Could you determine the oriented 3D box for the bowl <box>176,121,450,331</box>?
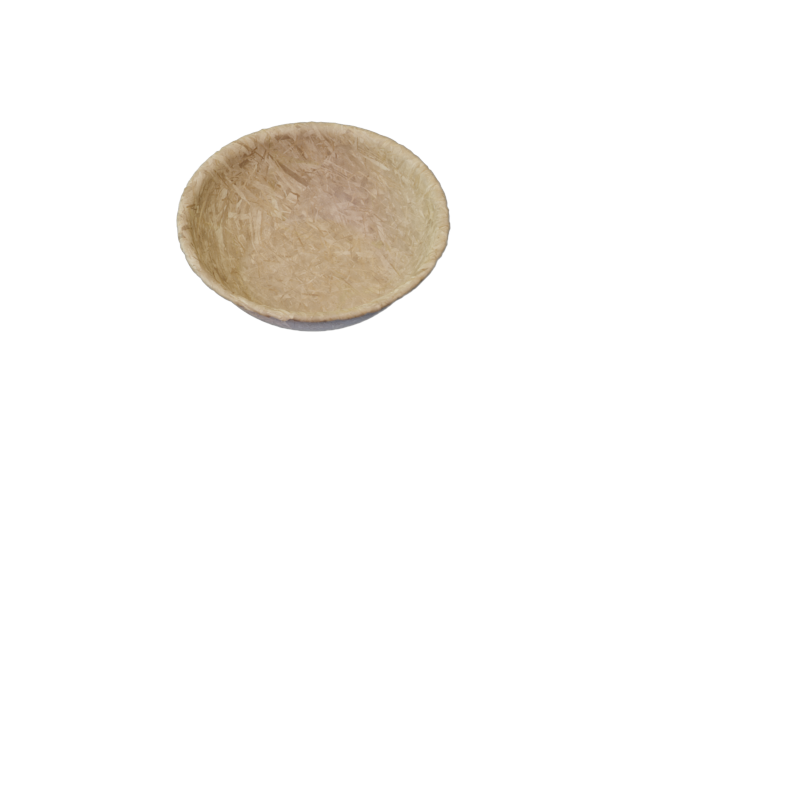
[{"bbox_3d":[-0.053,-0.096,0.673,0.162,0.174,0.051,-1,-38,-1],"label":"bowl"}]
